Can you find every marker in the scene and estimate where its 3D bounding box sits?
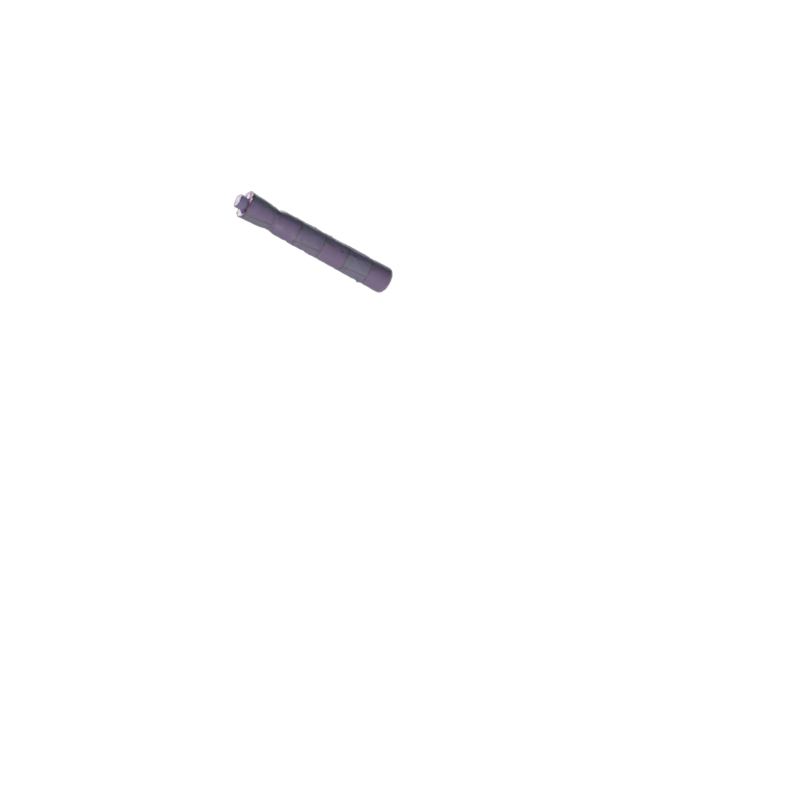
[{"bbox_3d":[-0.057,-0.104,0.730,0.115,0.020,0.020,26,-9,-25],"label":"marker"}]
